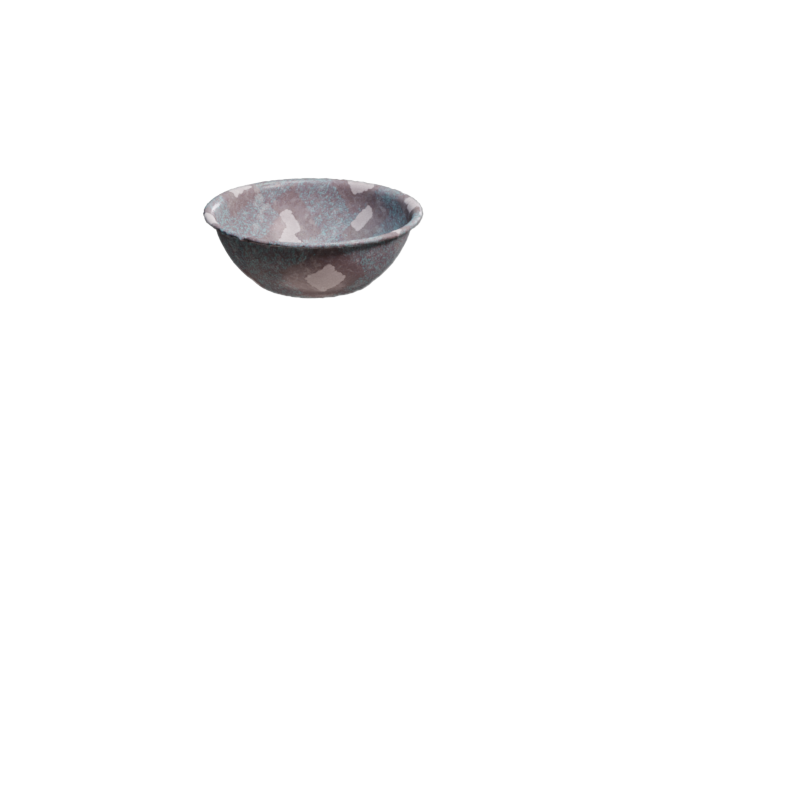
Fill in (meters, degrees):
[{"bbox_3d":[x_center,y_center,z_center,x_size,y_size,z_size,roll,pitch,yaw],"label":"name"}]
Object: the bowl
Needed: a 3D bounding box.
[{"bbox_3d":[-0.065,-0.118,0.825,0.162,0.052,0.171,-1,26,-2],"label":"bowl"}]
